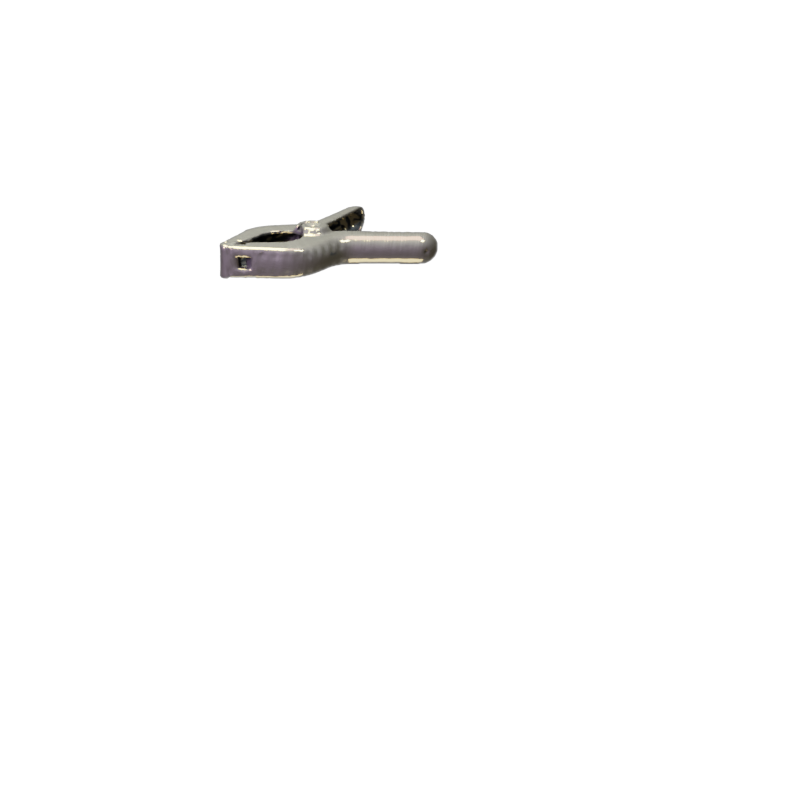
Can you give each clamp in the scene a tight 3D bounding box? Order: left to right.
[{"bbox_3d":[-0.070,-0.128,0.893,0.167,0.038,0.127,-7,18,-22],"label":"clamp"}]
